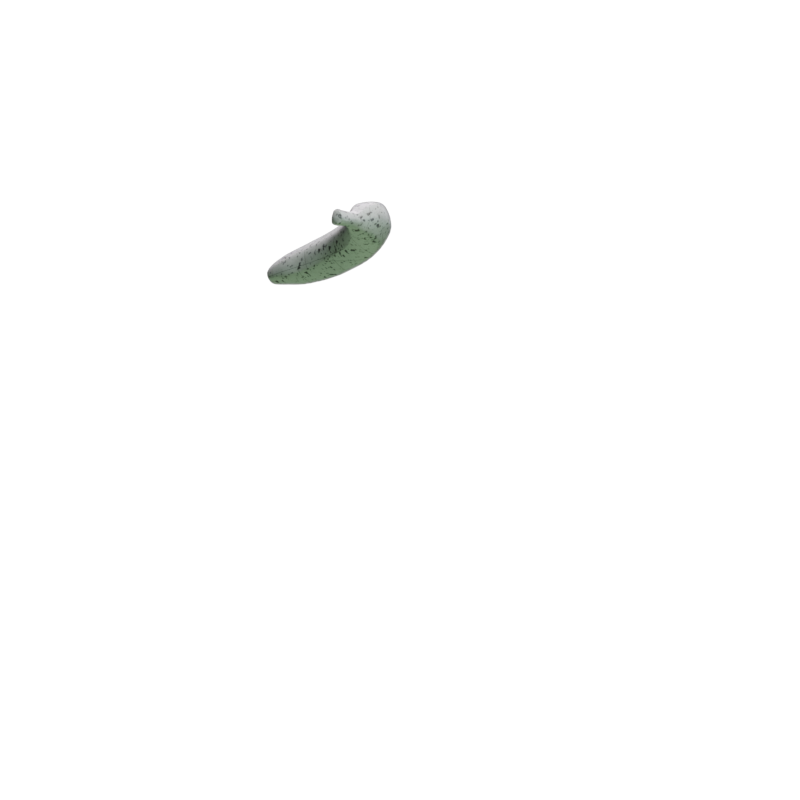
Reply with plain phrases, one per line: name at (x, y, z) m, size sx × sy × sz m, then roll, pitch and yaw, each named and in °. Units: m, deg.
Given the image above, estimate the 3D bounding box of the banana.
banana at (-0.054, -0.132, 0.927) m, size 0.068 × 0.038 × 0.196 m, roll 4°, pitch -12°, yaw -21°
